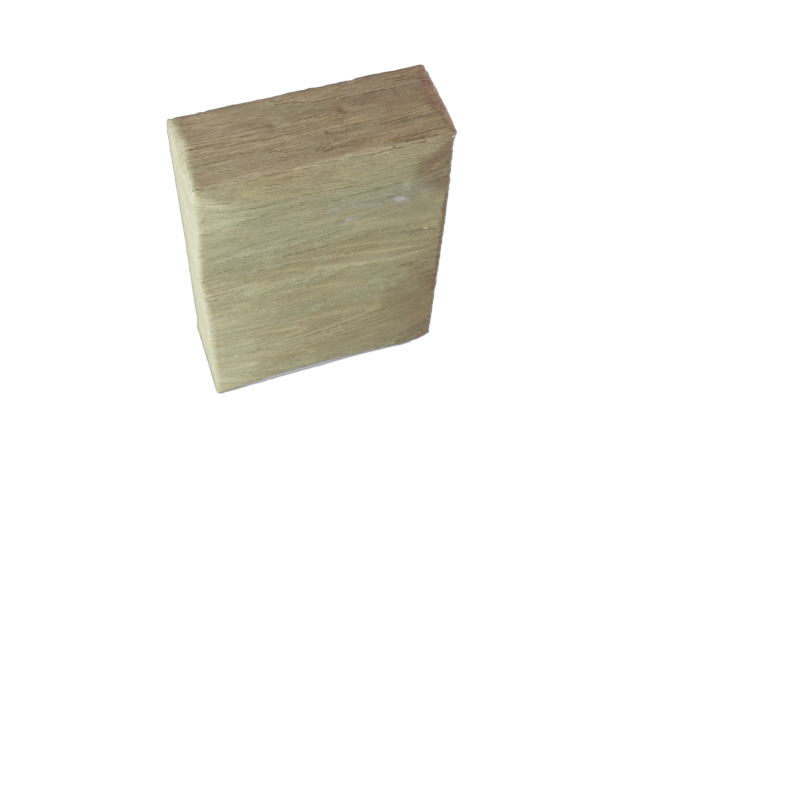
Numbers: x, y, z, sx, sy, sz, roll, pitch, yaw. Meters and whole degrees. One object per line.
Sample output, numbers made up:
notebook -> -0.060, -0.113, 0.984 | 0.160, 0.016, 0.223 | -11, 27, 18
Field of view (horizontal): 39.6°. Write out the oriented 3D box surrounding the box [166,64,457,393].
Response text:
box -> -0.057, -0.104, 0.727 | 0.163, 0.077, 0.200 | -15, -31, -12
